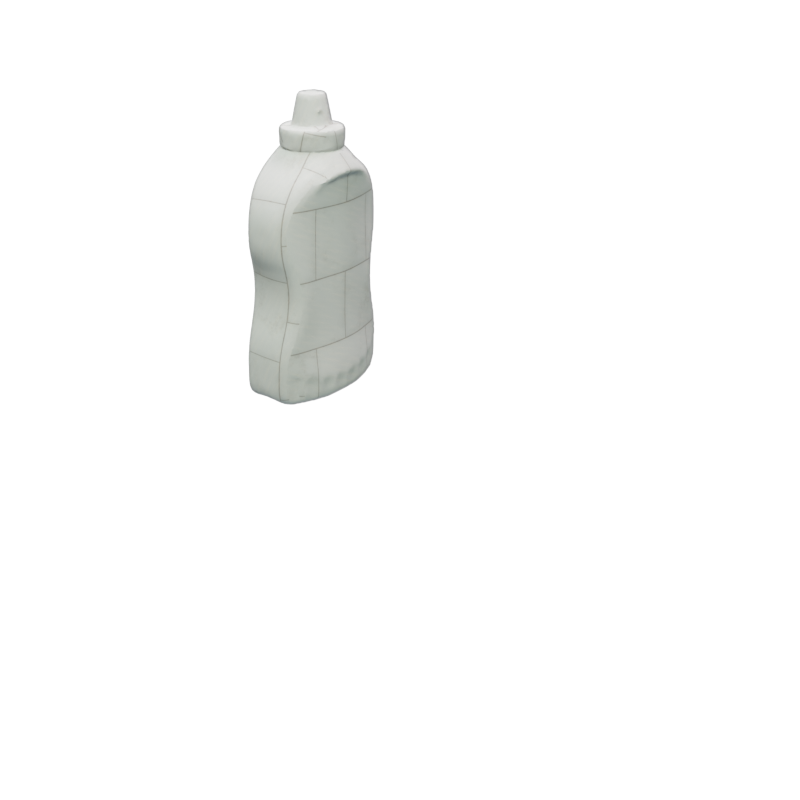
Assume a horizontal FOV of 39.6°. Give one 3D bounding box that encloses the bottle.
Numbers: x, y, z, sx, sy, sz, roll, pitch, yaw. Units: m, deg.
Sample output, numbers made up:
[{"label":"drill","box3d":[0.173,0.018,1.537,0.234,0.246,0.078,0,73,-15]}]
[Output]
[{"label":"bottle","box3d":[-0.055,-0.101,0.704,0.062,0.183,0.095,16,25,36]}]
